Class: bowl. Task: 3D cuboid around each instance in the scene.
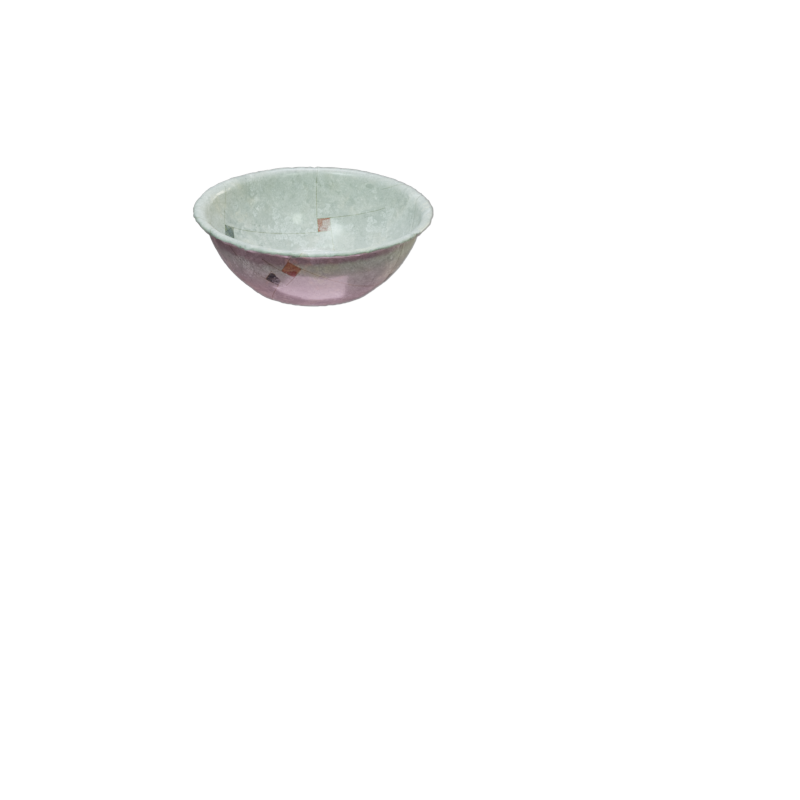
[{"bbox_3d":[-0.059,-0.108,0.758,0.162,0.052,0.172,-1,29,-2],"label":"bowl"}]
